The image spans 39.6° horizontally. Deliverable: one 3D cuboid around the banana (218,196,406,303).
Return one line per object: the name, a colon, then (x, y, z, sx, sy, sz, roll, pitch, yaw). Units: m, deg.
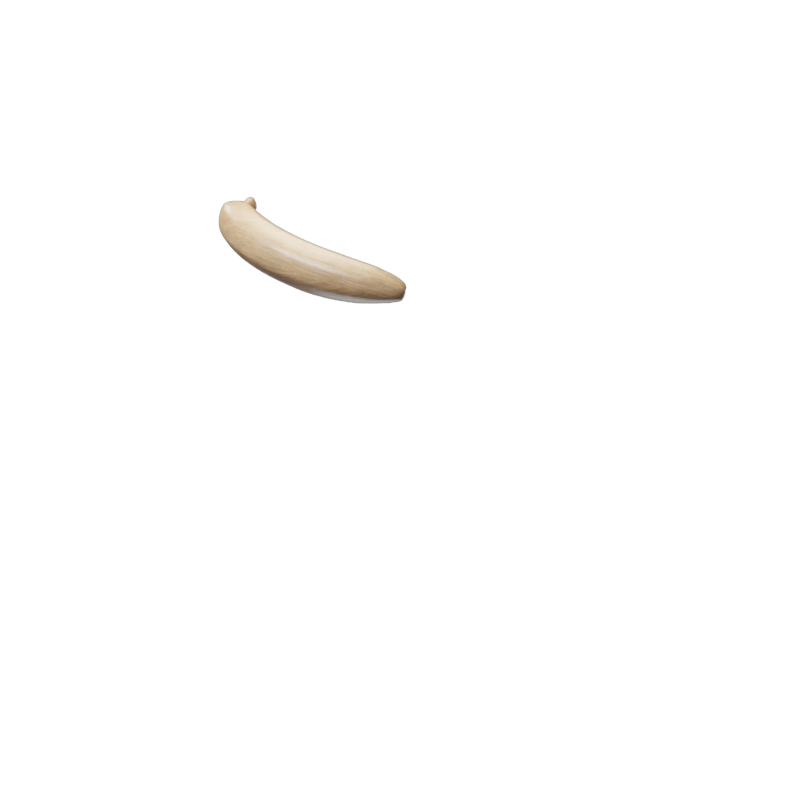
banana: (-0.085, -0.119, 0.867, 0.069, 0.034, 0.212, -27, 44, -32)
